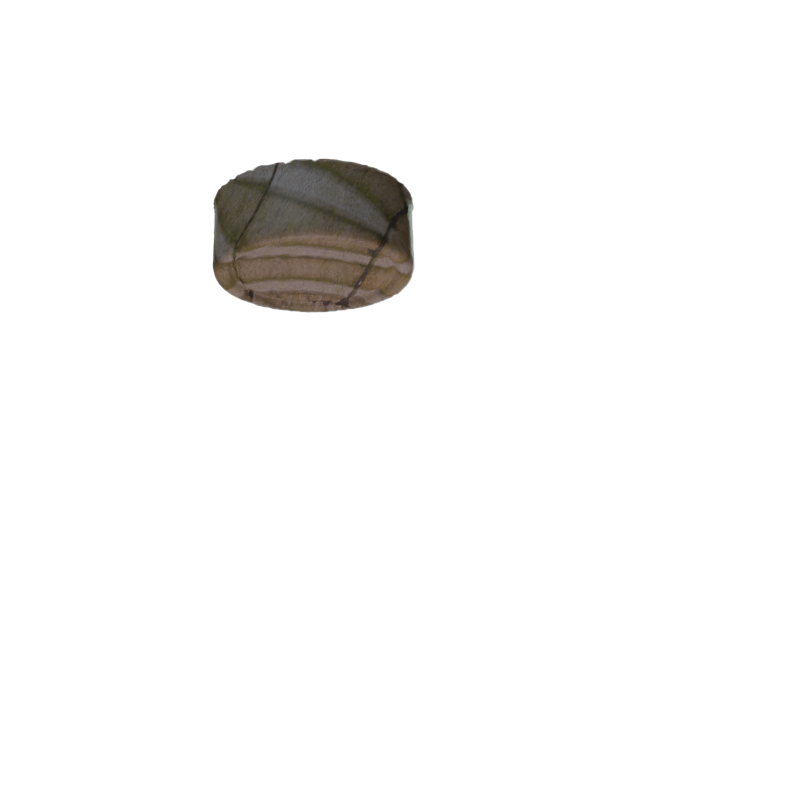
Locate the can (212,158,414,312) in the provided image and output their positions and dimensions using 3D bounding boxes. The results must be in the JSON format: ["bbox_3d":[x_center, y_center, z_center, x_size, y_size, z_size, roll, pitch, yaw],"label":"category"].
[{"bbox_3d":[-0.037,-0.067,0.469,0.086,0.035,0.082,0,-19,-2],"label":"can"}]
